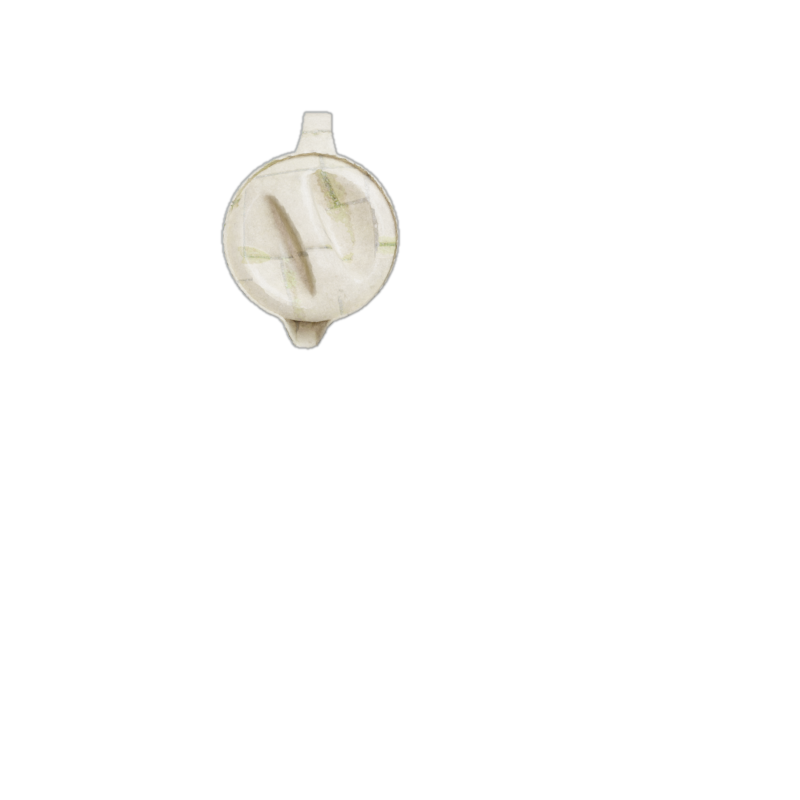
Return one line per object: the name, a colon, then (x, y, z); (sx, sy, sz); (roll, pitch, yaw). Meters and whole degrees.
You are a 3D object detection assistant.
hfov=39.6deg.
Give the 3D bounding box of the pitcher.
pitcher: (-0.074, -0.135, 0.948); (0.149, 0.146, 0.241); (-44, 1, -3)
